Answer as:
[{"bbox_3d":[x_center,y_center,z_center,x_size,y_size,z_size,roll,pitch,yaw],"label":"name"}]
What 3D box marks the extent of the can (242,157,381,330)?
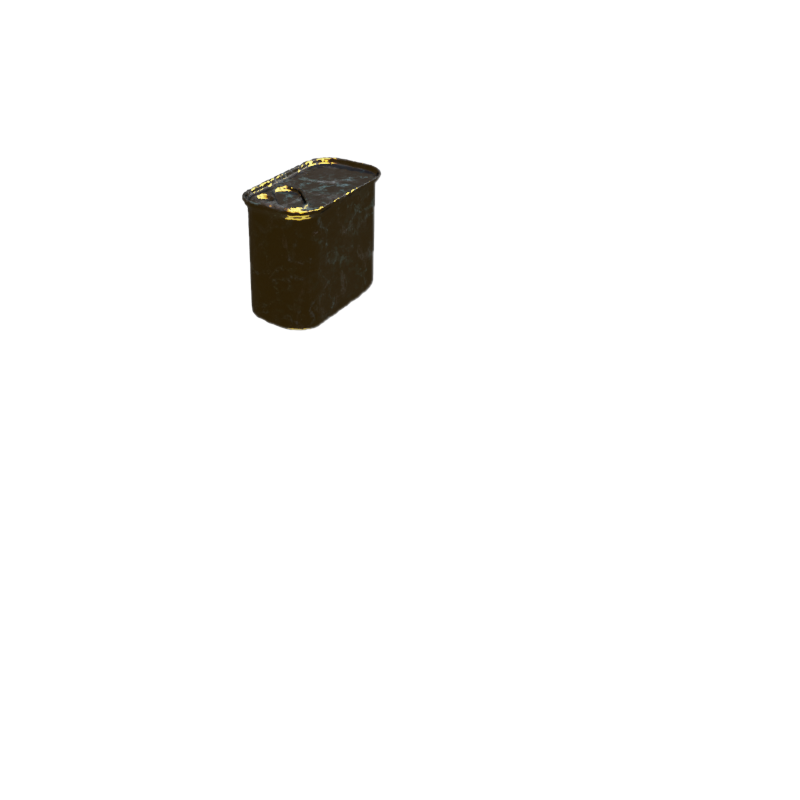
[{"bbox_3d":[-0.057,-0.104,0.731,0.060,0.079,0.103,16,31,26],"label":"can"}]
